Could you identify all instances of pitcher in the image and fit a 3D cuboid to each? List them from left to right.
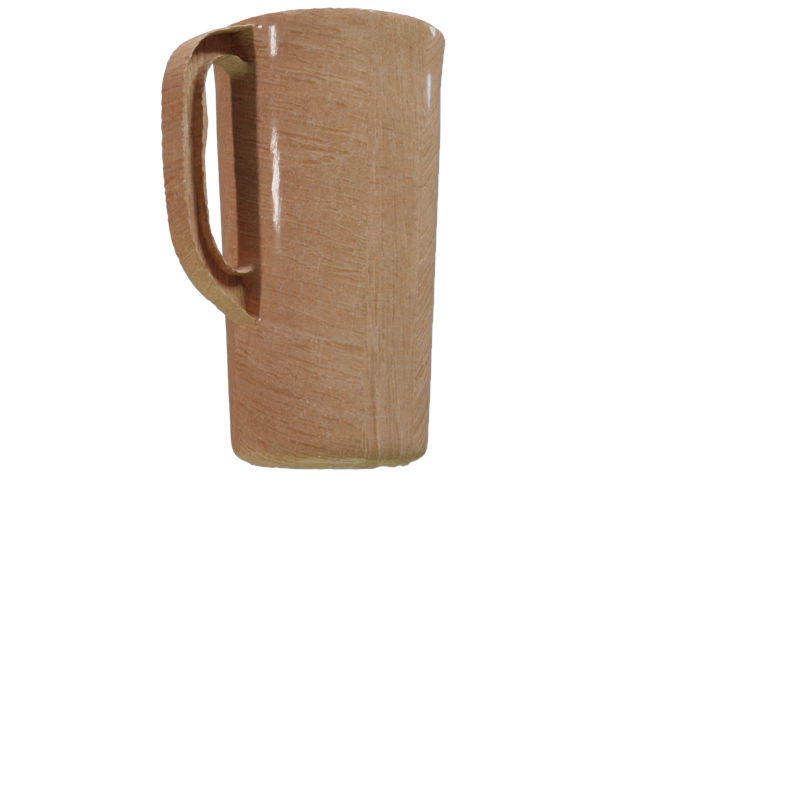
[{"bbox_3d":[-0.048,-0.088,0.614,0.150,0.247,0.142,0,-5,1],"label":"pitcher"}]
